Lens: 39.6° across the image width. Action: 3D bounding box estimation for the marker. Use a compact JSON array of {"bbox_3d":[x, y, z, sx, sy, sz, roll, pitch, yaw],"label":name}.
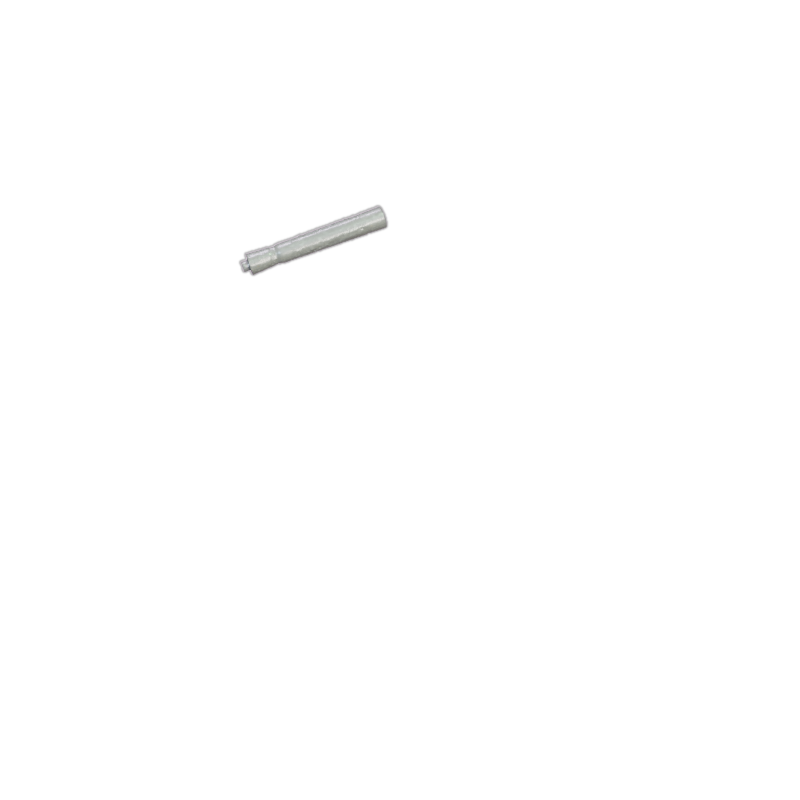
[{"bbox_3d":[-0.069,-0.127,0.886,0.121,0.020,0.020,-20,7,-6],"label":"marker"}]
